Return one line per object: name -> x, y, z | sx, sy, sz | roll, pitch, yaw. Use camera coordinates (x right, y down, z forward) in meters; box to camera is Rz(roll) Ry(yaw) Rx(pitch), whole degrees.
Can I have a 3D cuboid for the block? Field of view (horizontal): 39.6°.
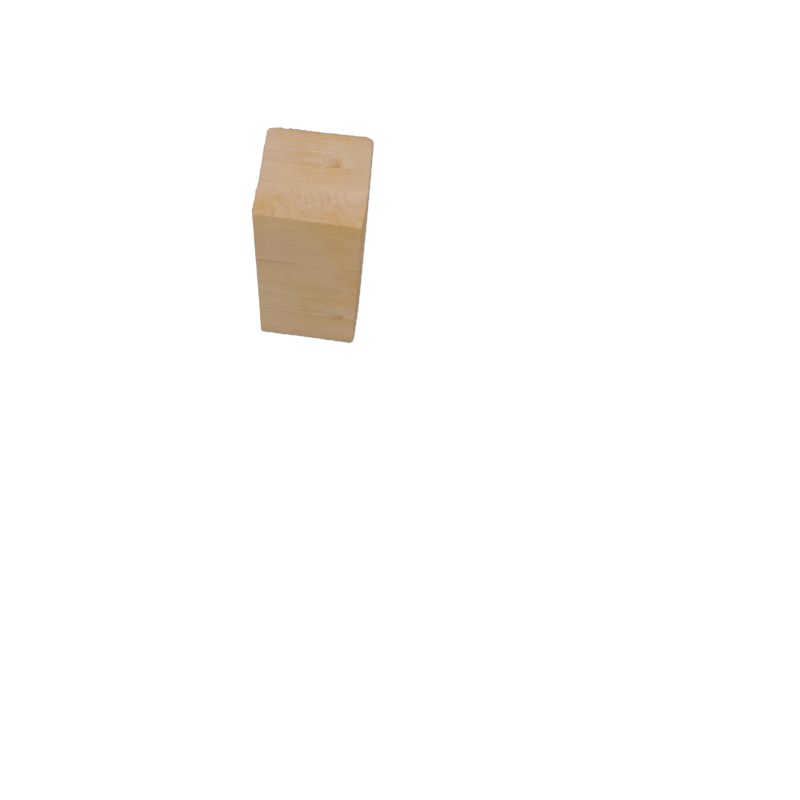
block -> -0.076, -0.140, 0.977 | 0.091, 0.095, 0.195 | 7, -26, 0
